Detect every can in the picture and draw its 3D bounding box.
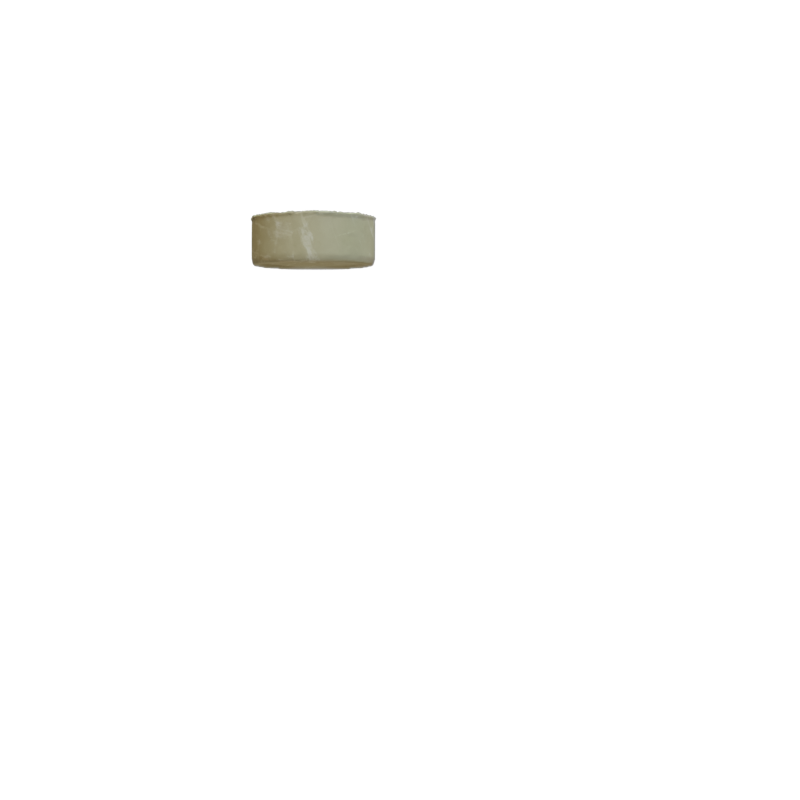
[{"bbox_3d":[-0.059,-0.108,0.759,0.086,0.034,0.086,0,2,-2],"label":"can"}]
